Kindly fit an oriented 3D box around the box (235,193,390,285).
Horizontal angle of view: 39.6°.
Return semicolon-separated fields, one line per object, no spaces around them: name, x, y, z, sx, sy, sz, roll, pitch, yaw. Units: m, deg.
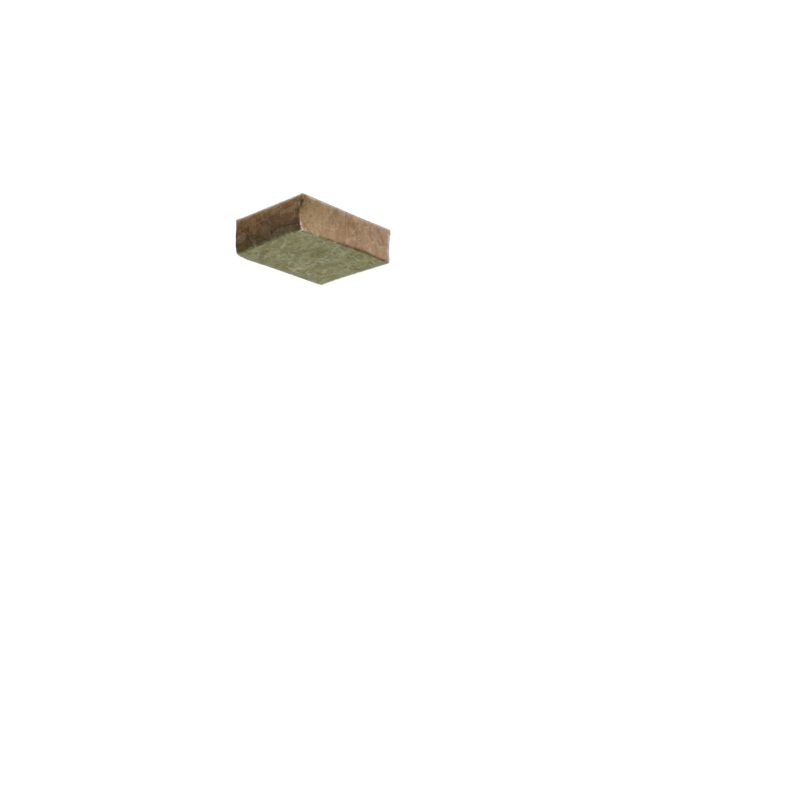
box;-0.078;-0.142;0.996;0.091;0.041;0.107;-14;-20;42
